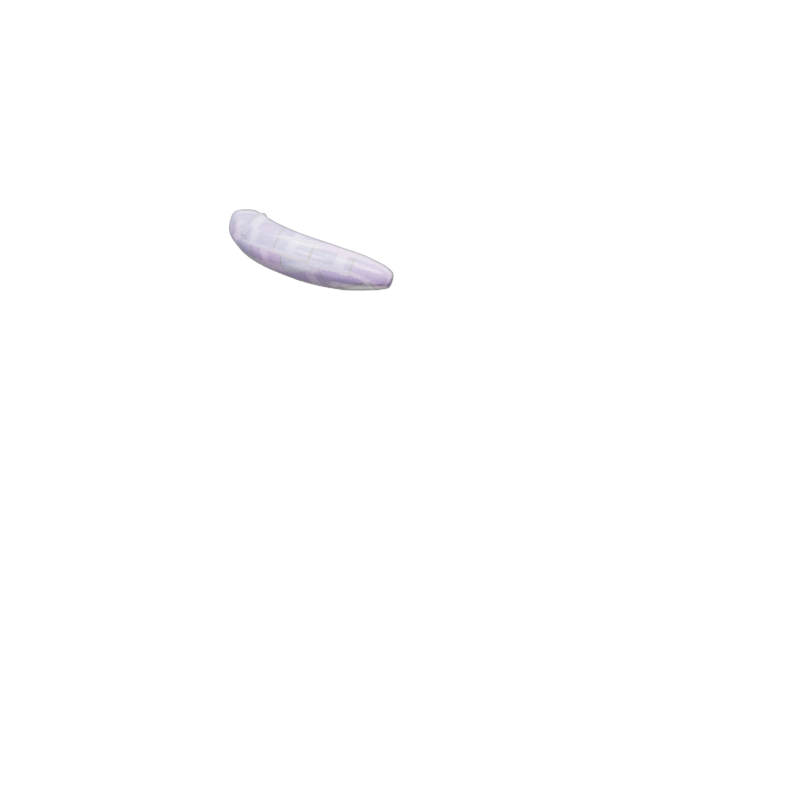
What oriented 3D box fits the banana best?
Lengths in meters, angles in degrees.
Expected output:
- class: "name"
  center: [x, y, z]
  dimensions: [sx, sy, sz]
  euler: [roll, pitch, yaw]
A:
- class: "banana"
  center: [-0.091, -0.131, 0.936]
  dimensions: [0.068, 0.035, 0.212]
  euler: [-19, 33, -32]
